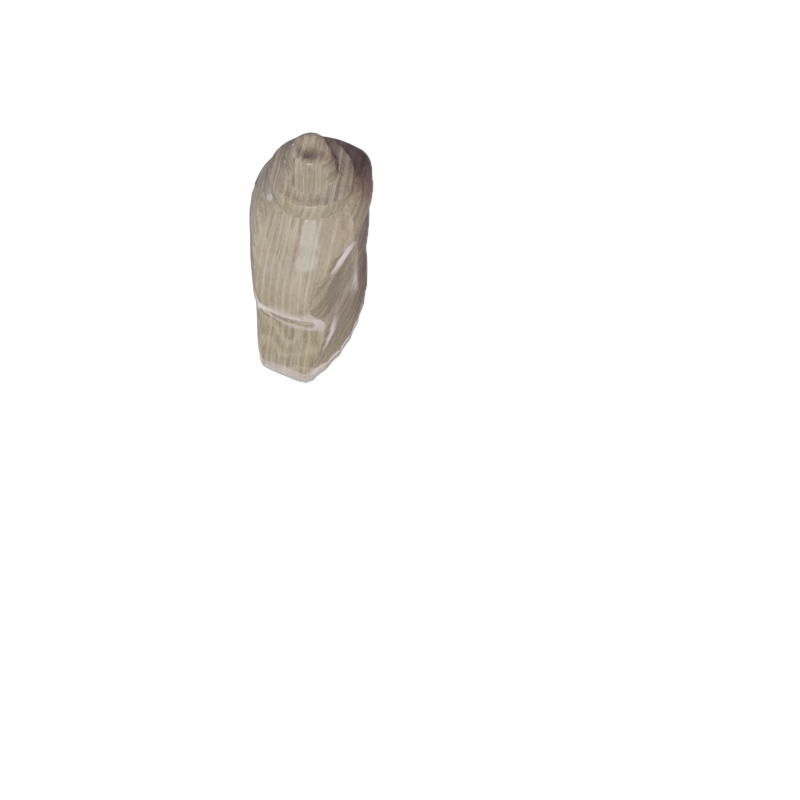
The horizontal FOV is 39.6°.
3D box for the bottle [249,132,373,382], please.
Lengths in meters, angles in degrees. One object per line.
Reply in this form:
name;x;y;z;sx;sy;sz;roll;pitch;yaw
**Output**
bottle;-0.046;-0.084;0.587;0.059;0.099;0.183;22;-20;4
